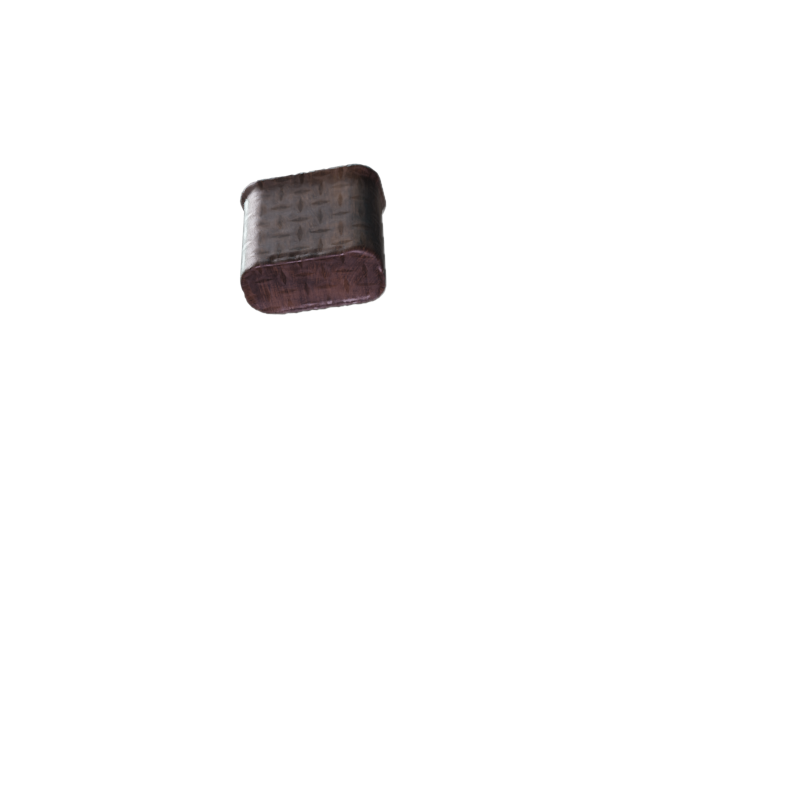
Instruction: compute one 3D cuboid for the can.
[{"bbox_3d":[-0.060,-0.109,0.764,0.103,0.090,0.053,-8,-42,8],"label":"can"}]
